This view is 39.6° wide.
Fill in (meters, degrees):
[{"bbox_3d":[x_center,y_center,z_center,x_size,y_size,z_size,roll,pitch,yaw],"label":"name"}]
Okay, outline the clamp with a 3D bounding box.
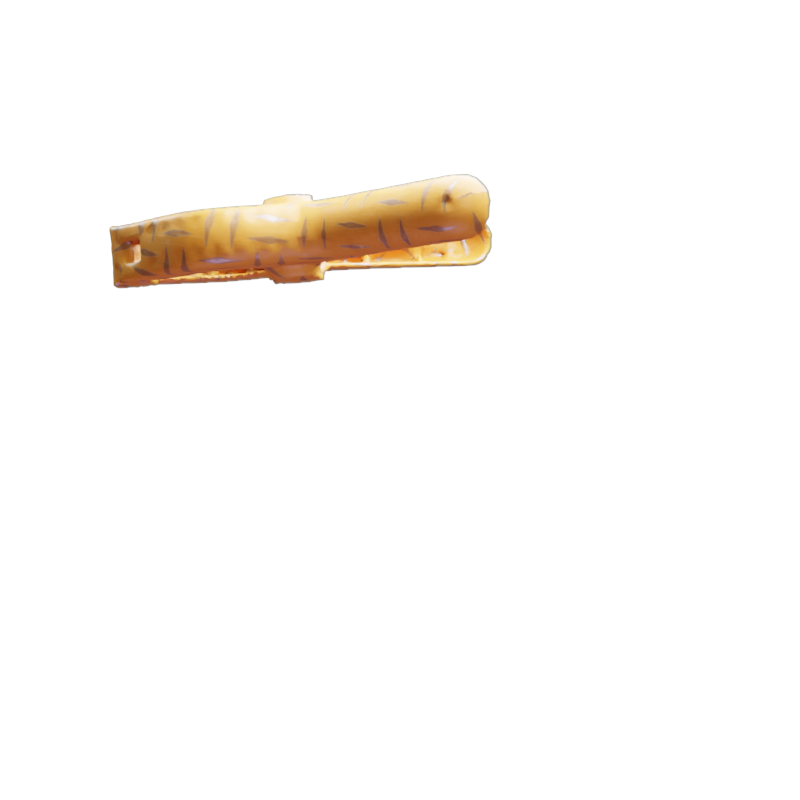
[{"bbox_3d":[-0.038,-0.069,0.485,0.175,0.040,0.115,-2,-6,16],"label":"clamp"}]
